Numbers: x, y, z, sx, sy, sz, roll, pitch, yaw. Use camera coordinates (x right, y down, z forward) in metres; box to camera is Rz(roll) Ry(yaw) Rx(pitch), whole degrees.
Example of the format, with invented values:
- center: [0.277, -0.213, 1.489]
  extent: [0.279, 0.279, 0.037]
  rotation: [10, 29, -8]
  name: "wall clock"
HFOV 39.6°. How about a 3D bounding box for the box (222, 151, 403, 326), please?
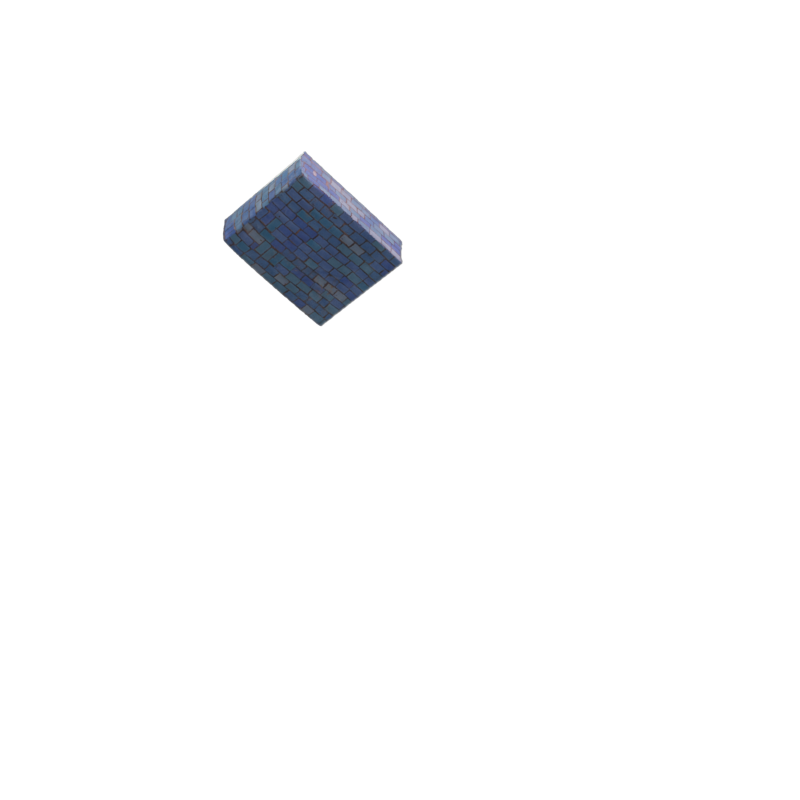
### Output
- center: [-0.067, -0.122, 0.853]
  extent: [0.089, 0.107, 0.042]
  rotation: [-38, 27, 23]
  name: "box"
